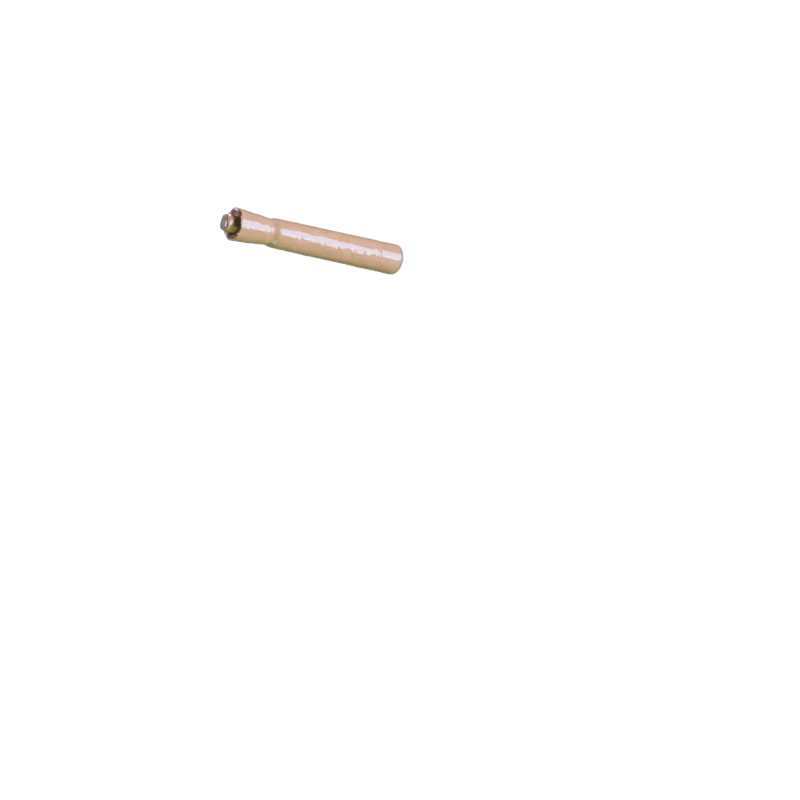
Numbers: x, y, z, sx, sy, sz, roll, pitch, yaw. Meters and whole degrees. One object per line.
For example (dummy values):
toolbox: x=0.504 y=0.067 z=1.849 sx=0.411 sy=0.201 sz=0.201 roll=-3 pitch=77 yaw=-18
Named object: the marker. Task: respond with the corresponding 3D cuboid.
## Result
marker: x=-0.050 y=-0.091 z=0.640 sx=0.115 sy=0.020 sz=0.021 roll=8 pitch=-1 yaw=-35
